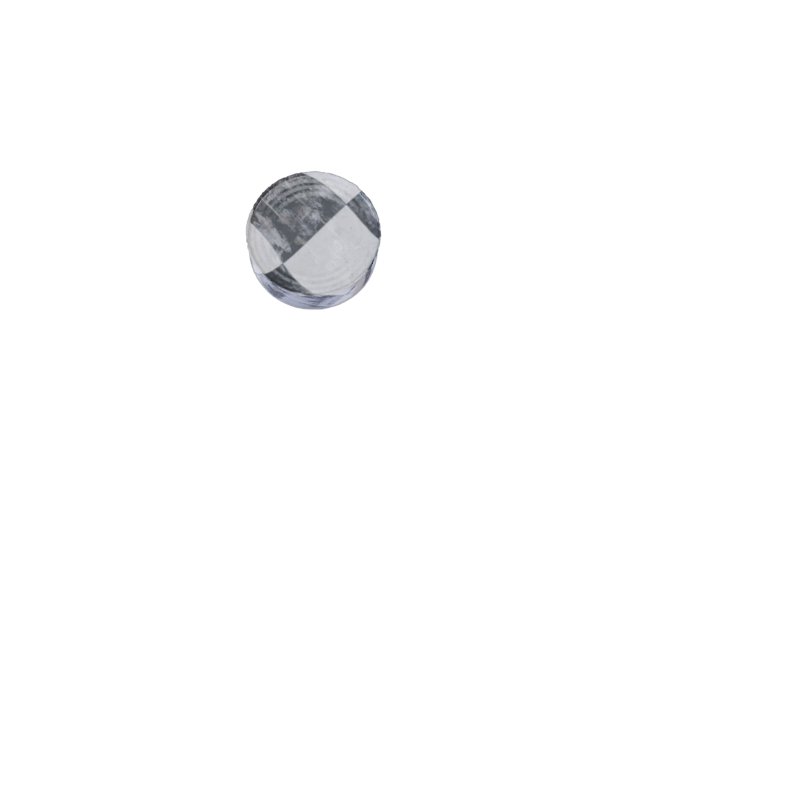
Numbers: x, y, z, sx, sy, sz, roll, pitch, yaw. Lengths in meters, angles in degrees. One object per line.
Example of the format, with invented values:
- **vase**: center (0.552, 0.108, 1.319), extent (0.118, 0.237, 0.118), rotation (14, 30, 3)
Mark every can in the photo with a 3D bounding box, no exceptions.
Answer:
- **can**: center (-0.056, -0.102, 0.716), extent (0.086, 0.090, 0.032), rotation (-1, -21, -1)
